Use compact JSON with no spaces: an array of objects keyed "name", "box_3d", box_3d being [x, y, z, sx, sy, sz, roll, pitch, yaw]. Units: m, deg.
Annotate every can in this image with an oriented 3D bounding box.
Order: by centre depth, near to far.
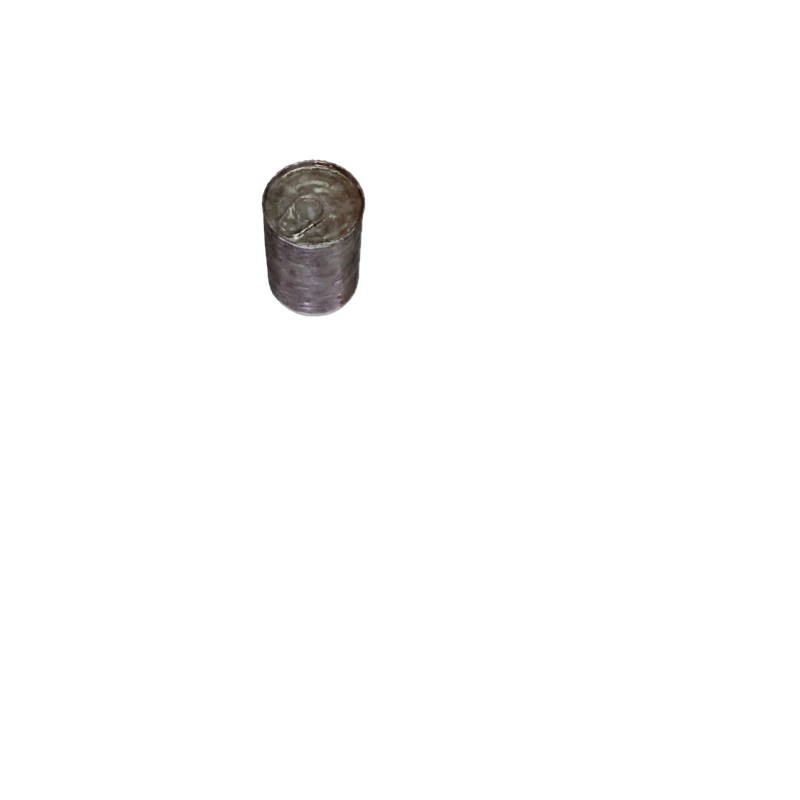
[{"name":"can","box_3d":[-0.060,-0.110,0.768,0.068,0.073,0.096,0,-27,-3]}]
